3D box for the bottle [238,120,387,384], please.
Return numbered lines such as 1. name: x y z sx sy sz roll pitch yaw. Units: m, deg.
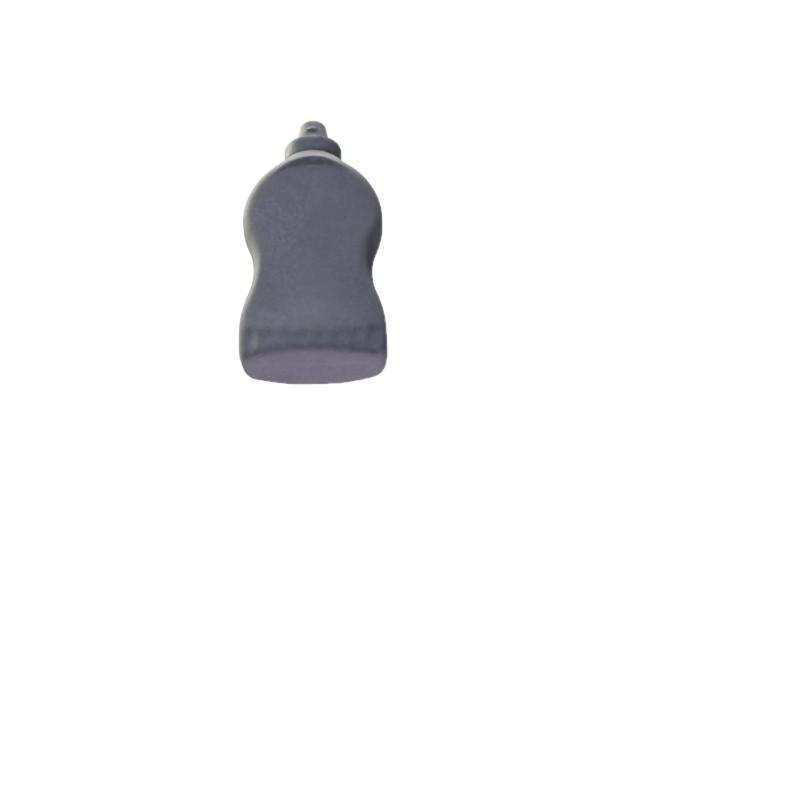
1. bottle: -0.060 -0.109 0.760 0.096 0.204 0.055 -3 -28 3
